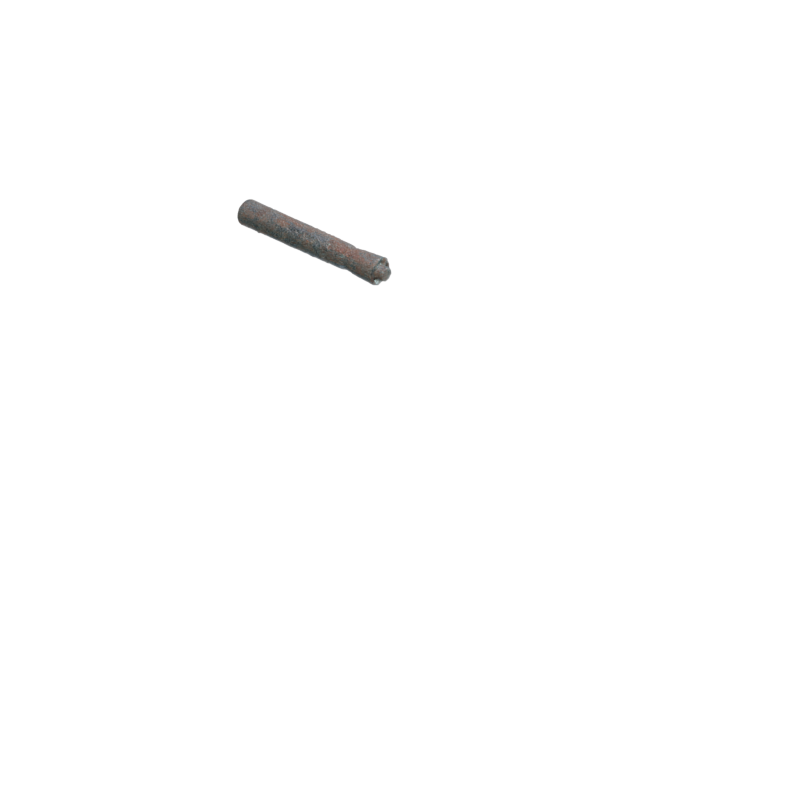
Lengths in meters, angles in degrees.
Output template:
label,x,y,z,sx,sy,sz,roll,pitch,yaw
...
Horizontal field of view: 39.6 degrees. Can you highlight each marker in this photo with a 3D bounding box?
label,x,y,z,sx,sy,sz,roll,pitch,yaw
marker,-0.056,-0.102,0.716,0.128,0.019,0.019,28,19,32
